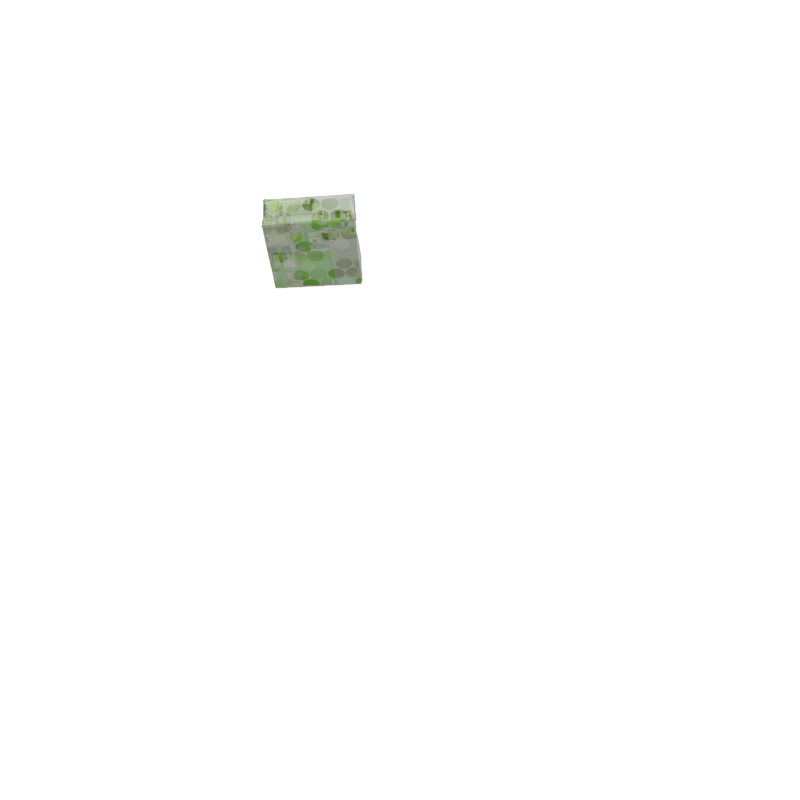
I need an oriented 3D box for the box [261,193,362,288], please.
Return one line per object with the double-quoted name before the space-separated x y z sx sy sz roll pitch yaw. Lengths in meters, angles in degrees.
"box" -0.070 -0.128 0.893 0.073 0.032 0.083 -2 -33 3
